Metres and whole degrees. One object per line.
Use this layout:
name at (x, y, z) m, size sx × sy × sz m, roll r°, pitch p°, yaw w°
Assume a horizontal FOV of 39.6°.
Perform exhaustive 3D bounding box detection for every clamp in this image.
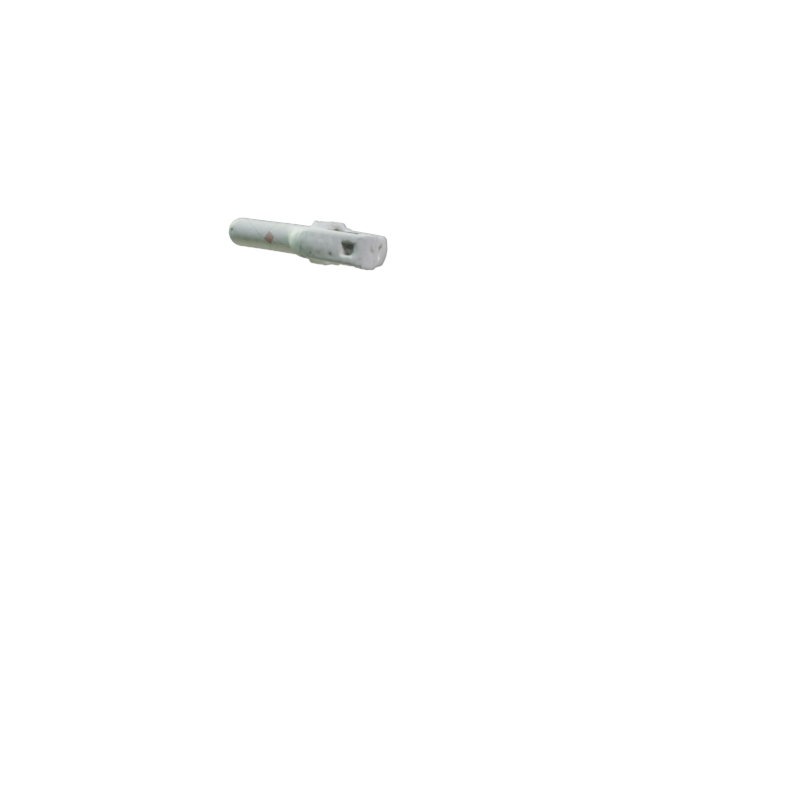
clamp at (-0.072, -0.131, 0.920) m, size 0.118 × 0.039 × 0.177 m, roll -3°, pitch 10°, yaw -18°
